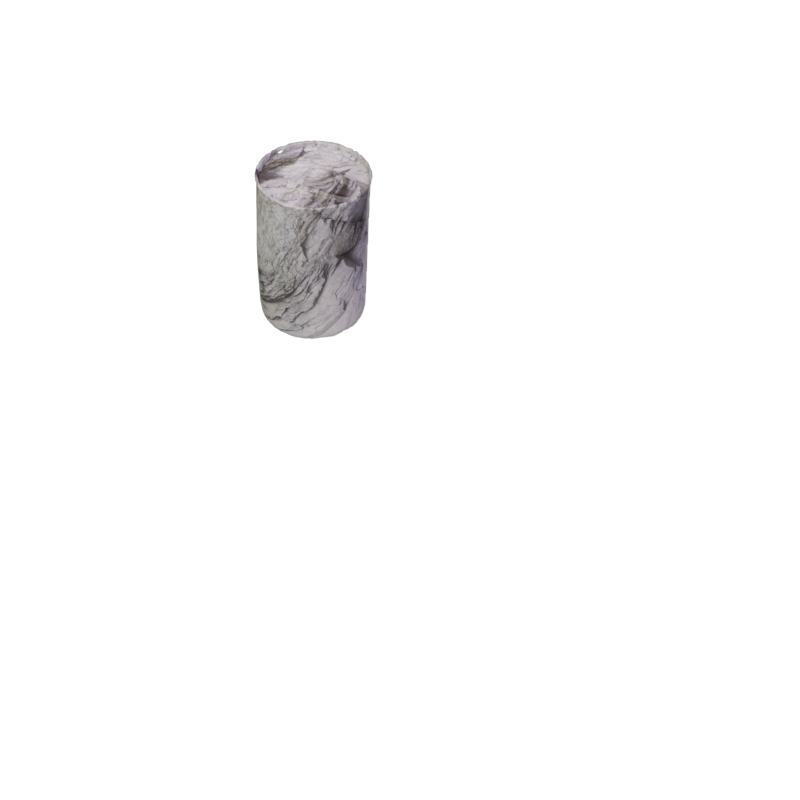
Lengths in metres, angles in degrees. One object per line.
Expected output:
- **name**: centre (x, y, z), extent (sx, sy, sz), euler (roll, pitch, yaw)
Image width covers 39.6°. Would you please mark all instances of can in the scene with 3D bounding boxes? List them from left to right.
- **can**: centre (-0.052, -0.096, 0.669), extent (0.068, 0.095, 0.073), euler (0, 42, -3)
